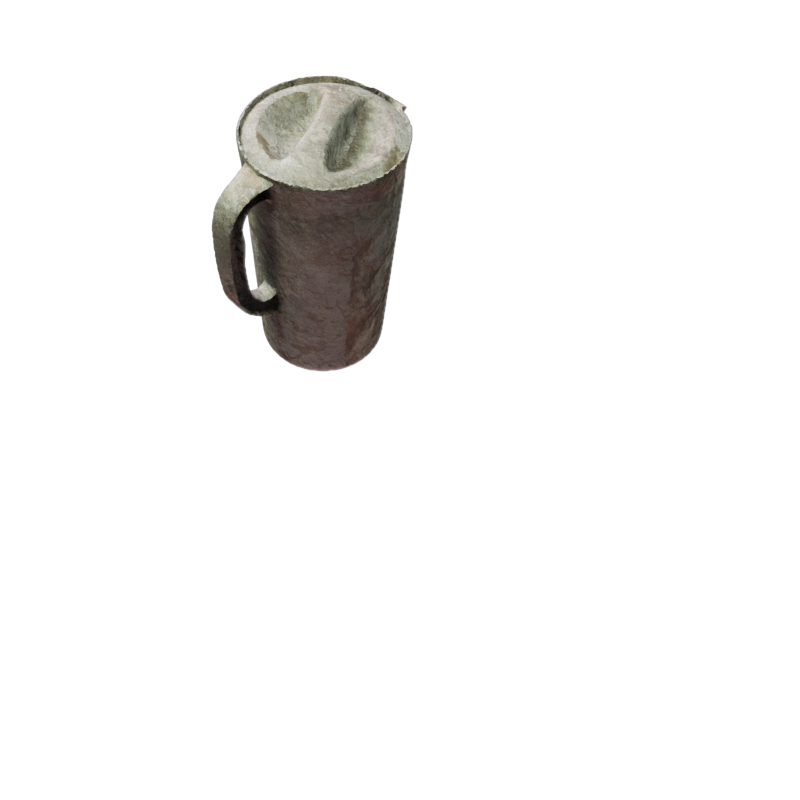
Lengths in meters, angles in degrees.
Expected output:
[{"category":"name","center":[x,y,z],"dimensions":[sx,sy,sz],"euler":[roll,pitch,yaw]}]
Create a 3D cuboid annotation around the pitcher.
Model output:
[{"category":"pitcher","center":[-0.071,-0.130,0.911],"dimensions":[0.149,0.156,0.226],"euler":[1,-40,-2]}]
